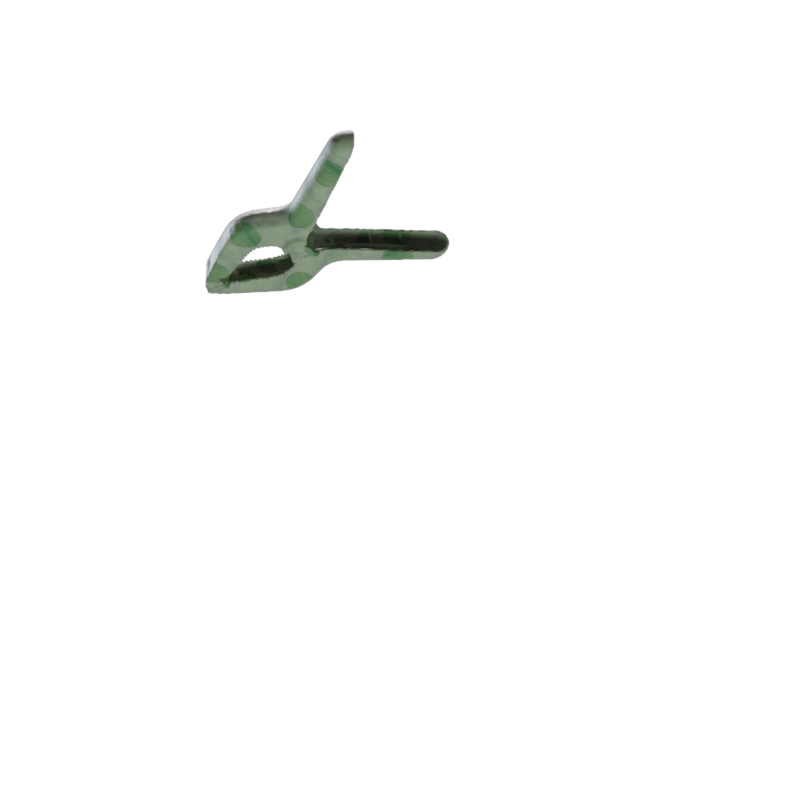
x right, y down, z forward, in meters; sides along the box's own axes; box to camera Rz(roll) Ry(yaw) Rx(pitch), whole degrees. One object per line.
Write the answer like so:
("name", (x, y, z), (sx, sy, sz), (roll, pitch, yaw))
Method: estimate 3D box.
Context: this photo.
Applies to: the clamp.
("clamp", (-0.074, -0.135, 0.948), (0.210, 0.039, 0.153), (-25, -43, 30))
